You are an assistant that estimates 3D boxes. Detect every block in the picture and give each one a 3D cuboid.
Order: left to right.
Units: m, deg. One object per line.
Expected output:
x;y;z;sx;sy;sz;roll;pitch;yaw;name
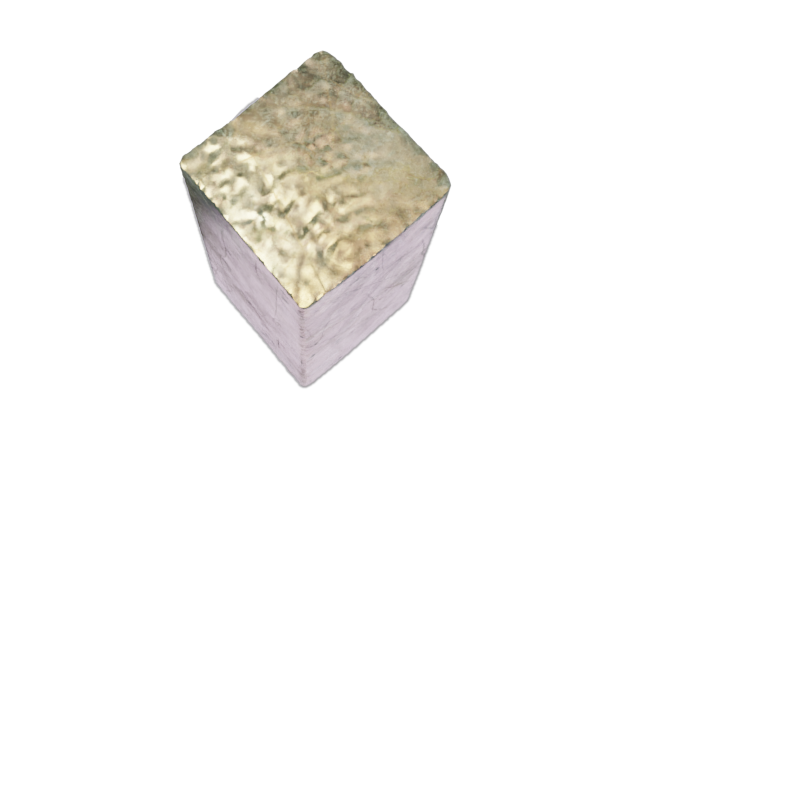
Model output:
-0.045;-0.084;0.585;0.091;0.093;0.200;-40;-6;-10;block
